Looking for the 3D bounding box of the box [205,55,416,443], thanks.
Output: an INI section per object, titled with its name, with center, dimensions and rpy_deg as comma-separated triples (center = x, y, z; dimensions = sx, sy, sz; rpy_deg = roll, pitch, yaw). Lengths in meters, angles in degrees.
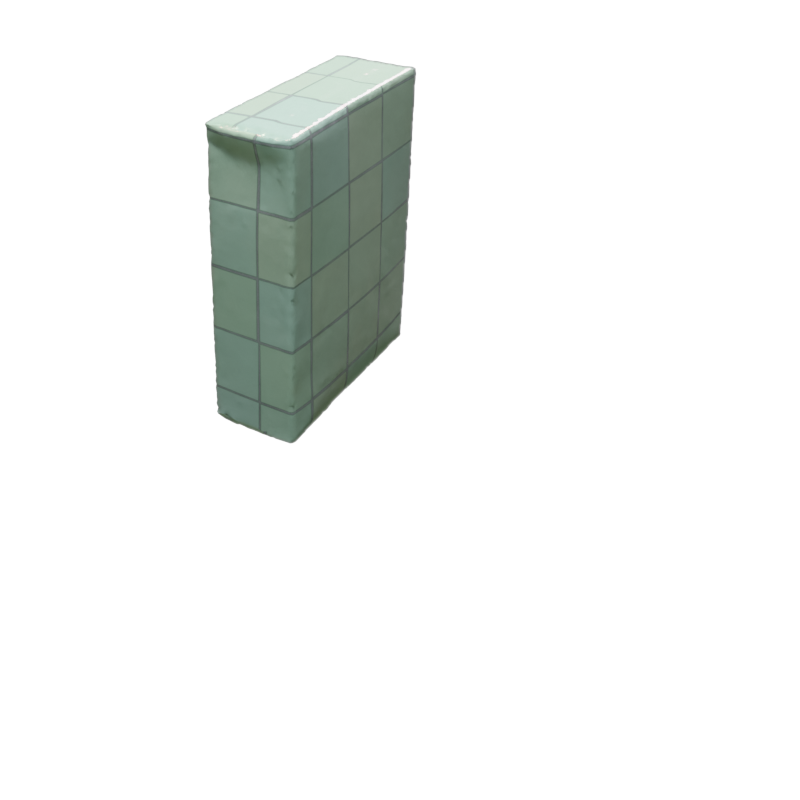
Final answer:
[box]
center = -0.059, -0.107, 0.748
dimensions = 0.075, 0.202, 0.167
rpy_deg = 15, 32, 22
